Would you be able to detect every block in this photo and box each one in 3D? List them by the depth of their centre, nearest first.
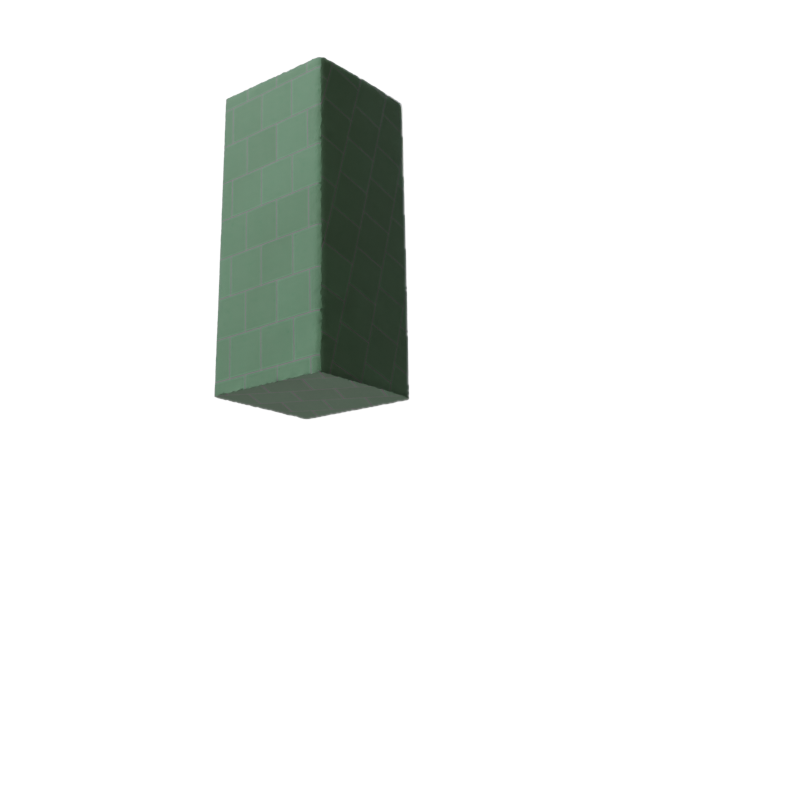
[{"bbox_3d":[-0.056,-0.102,0.719,0.092,0.216,0.085,-16,-25,36],"label":"block"}]
